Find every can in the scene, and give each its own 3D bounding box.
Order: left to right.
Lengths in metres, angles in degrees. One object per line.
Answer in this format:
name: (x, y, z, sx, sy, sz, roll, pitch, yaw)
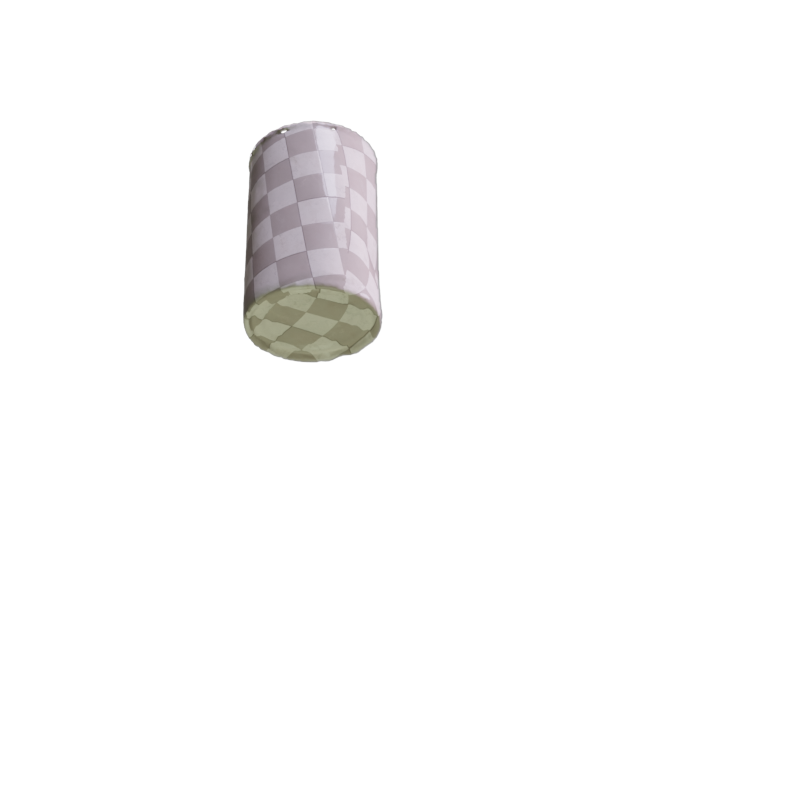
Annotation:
can: (-0.043, -0.079, 0.552, 0.068, 0.109, 0.064, -1, -35, -2)
